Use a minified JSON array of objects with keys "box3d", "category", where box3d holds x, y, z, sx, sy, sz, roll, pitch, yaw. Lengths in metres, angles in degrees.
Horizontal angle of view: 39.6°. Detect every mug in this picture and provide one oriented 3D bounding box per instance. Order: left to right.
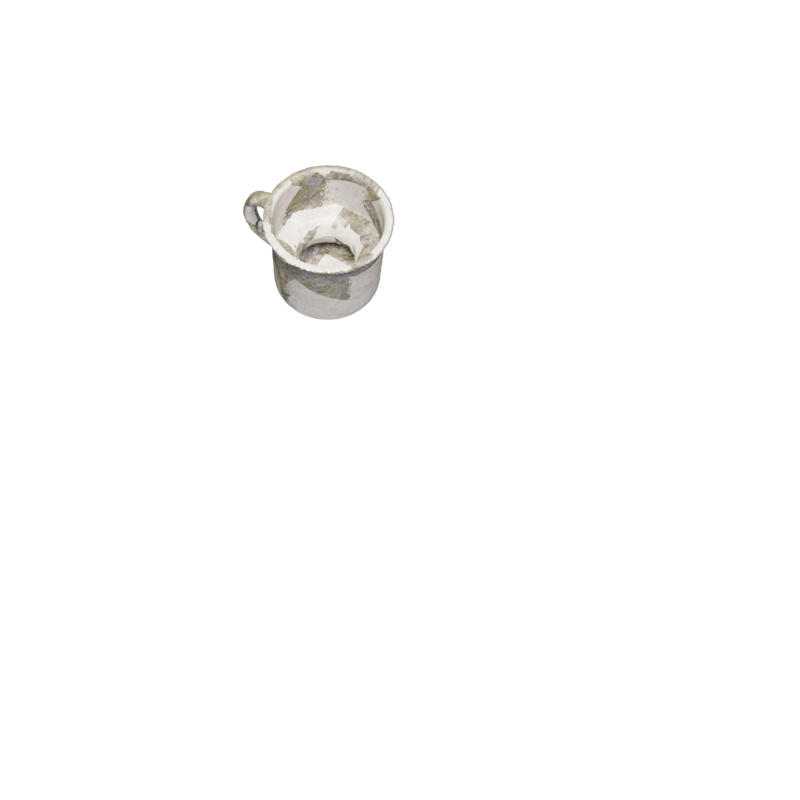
[{"box3d":[-0.064,-0.117,0.818,0.121,0.096,0.076,24,-28,12],"category":"mug"}]
